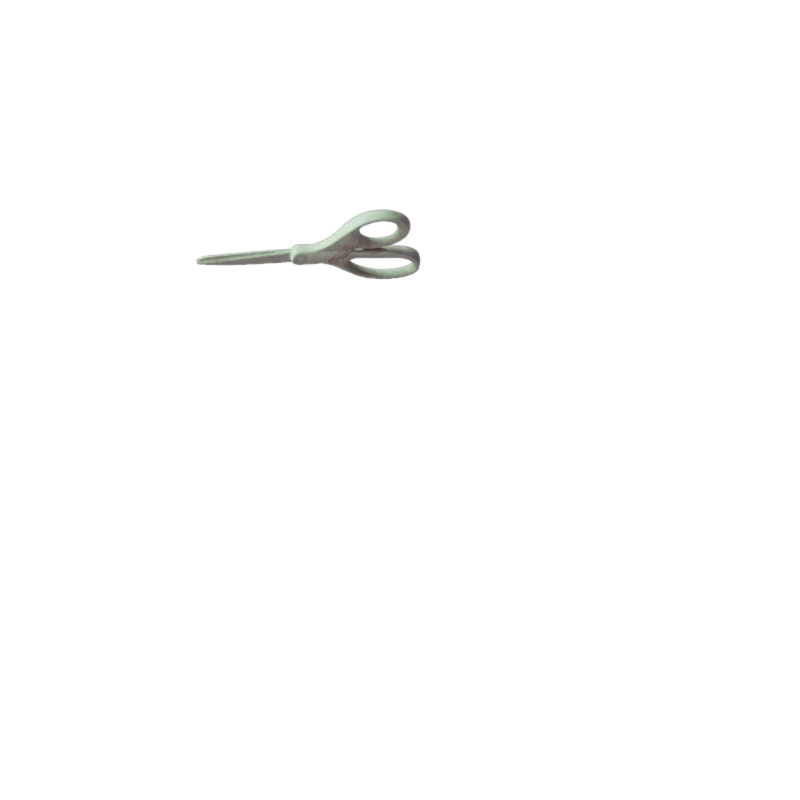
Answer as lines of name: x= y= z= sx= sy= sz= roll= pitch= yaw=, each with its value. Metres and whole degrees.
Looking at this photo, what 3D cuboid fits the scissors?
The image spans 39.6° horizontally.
scissors: x=-0.077 y=-0.141 z=0.989 sx=0.199 sy=0.017 sz=0.091 roll=6 pitch=-35 yaw=-8
